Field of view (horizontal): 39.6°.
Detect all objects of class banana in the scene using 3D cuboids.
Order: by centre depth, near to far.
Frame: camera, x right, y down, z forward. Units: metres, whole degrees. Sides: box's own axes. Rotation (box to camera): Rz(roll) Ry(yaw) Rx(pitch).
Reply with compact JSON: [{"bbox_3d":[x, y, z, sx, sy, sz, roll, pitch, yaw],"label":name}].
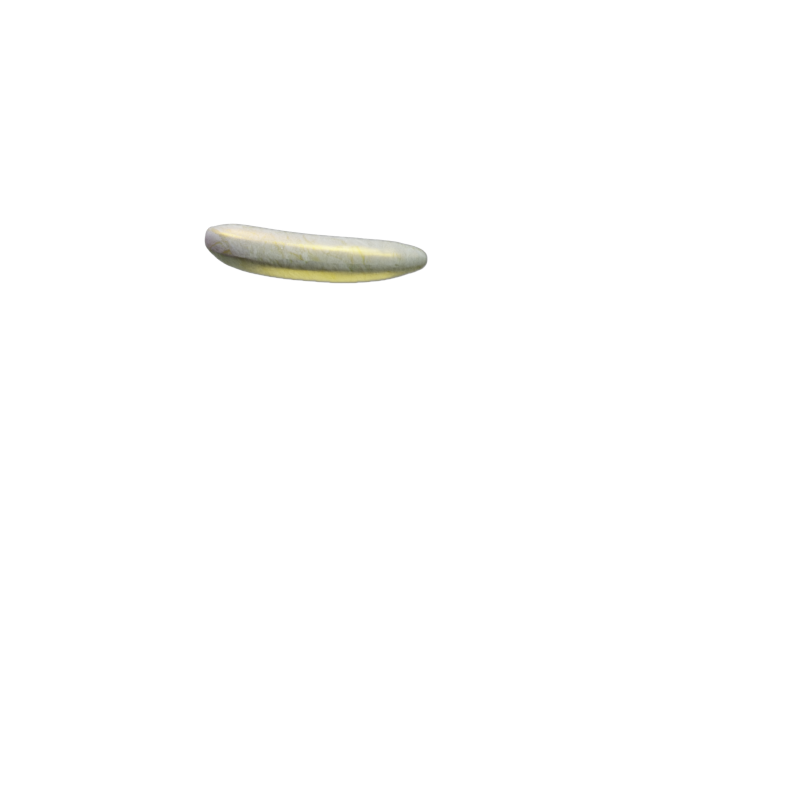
[{"bbox_3d":[-0.080,-0.122,0.896,0.204,0.035,0.071,11,31,18],"label":"banana"}]
